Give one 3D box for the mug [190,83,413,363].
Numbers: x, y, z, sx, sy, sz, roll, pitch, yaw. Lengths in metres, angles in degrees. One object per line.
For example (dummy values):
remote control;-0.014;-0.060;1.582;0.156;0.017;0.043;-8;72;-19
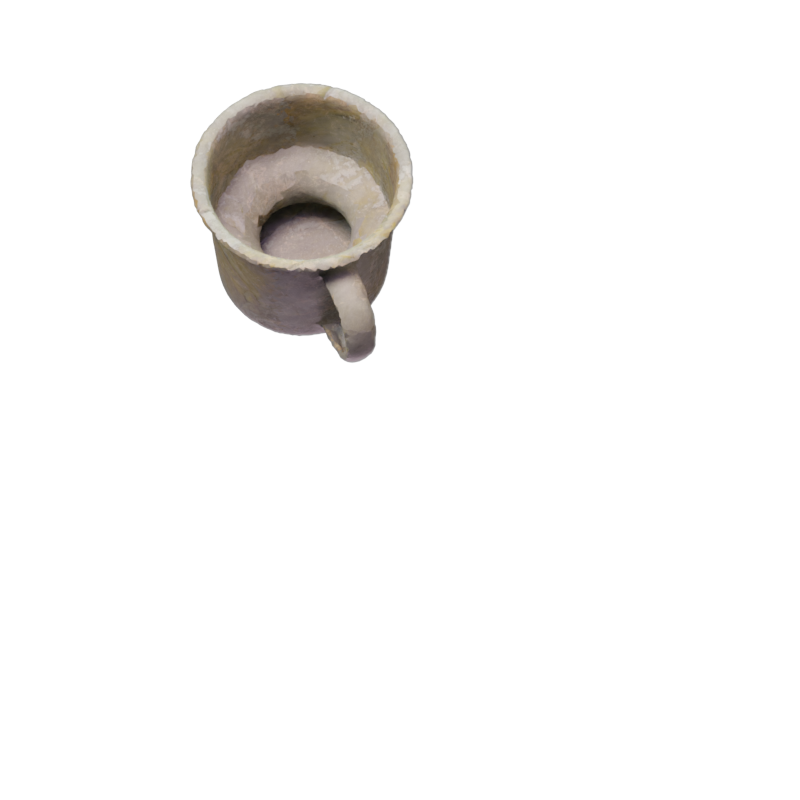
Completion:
mug;-0.038;-0.070;0.491;0.093;0.125;0.077;-22;-24;-12
